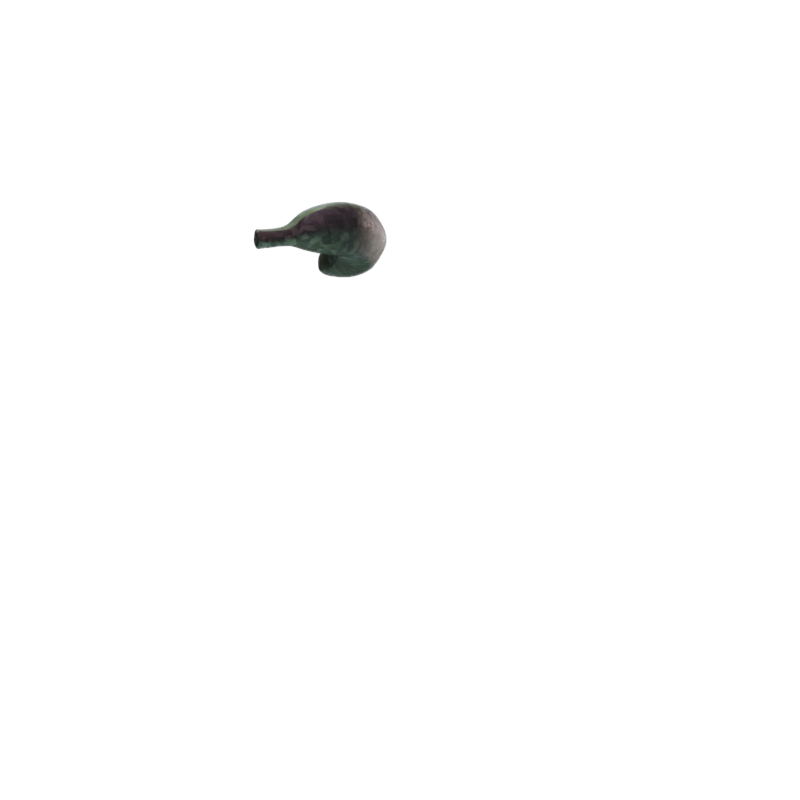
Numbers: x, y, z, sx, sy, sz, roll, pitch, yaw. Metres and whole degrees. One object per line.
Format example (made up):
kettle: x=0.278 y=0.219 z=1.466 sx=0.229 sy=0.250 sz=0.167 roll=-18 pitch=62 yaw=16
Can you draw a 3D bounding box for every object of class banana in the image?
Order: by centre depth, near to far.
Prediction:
banana: x=-0.043 y=-0.111 z=0.768 sx=0.070 sy=0.037 sz=0.193 roll=0 pitch=-1 yaw=10
